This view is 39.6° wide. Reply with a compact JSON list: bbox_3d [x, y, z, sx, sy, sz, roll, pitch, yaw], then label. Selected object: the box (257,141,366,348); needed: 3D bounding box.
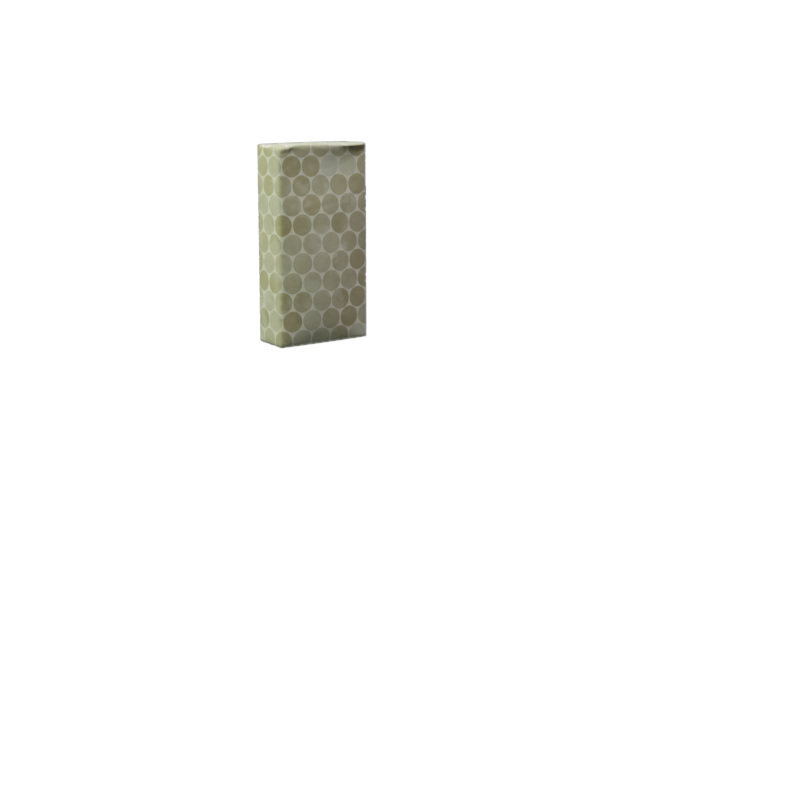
[{"bbox_3d":[-0.077,-0.140,0.983,0.091,0.172,0.051,-7,13,-33],"label":"box"}]
